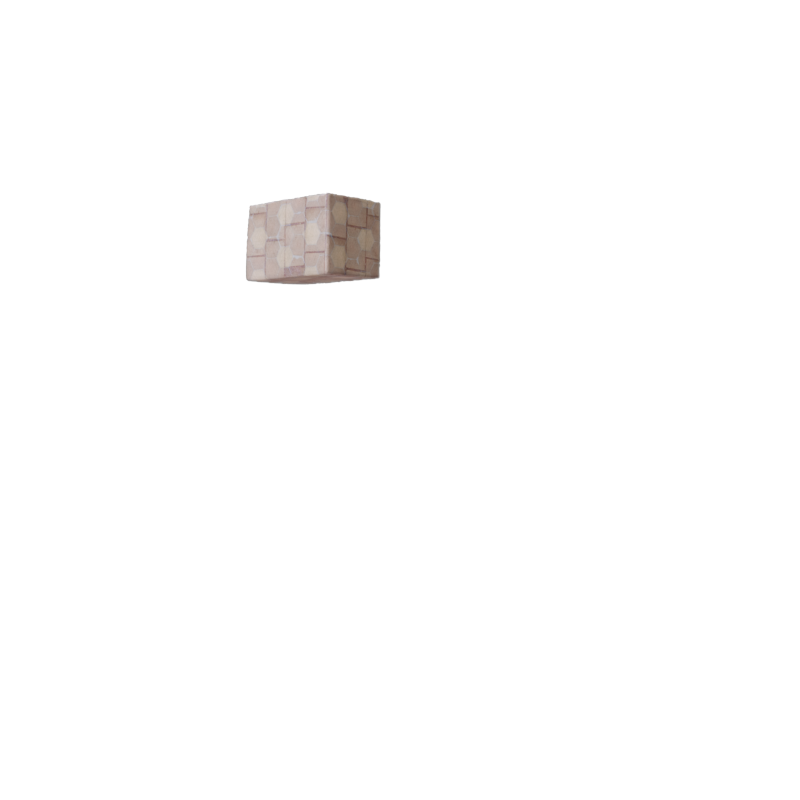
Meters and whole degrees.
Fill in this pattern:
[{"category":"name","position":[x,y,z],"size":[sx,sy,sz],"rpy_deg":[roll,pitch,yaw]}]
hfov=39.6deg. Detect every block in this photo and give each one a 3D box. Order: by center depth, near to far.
[{"category":"block","position":[-0.058,-0.105,0.736],"size":[0.081,0.052,0.050],"rpy_deg":[-1,-3,42]}]
